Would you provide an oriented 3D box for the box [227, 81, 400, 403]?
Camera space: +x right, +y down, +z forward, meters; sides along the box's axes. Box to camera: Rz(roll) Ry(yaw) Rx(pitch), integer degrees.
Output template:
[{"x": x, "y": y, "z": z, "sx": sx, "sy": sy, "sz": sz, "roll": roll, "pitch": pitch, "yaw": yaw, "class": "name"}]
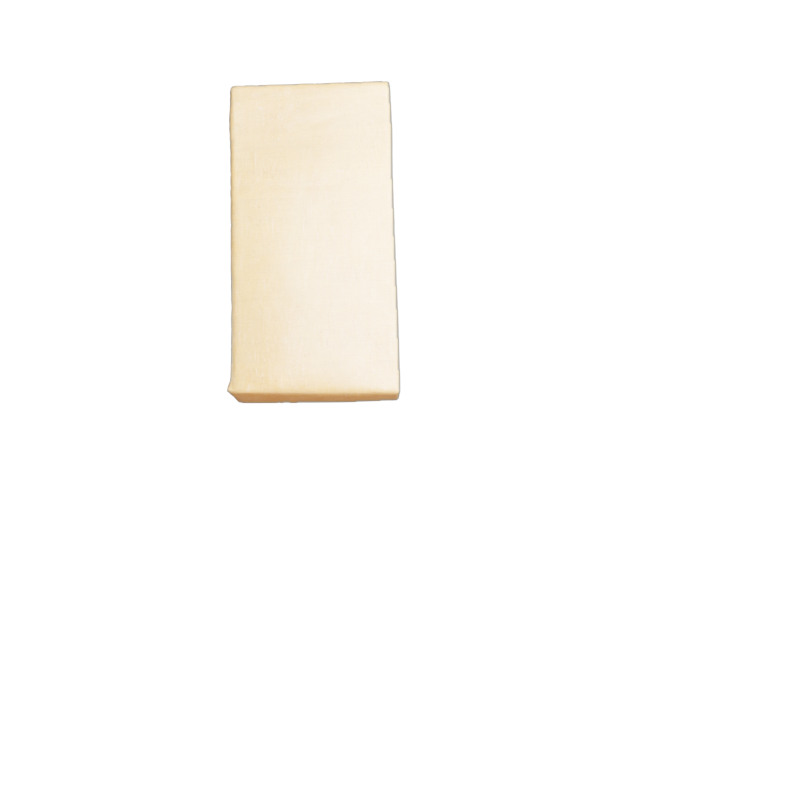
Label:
[{"x": -0.049, "y": -0.089, "z": 0.622, "sx": 0.094, "sy": 0.183, "sz": 0.046, "roll": -1, "pitch": -15, "yaw": 2, "class": "box"}]
